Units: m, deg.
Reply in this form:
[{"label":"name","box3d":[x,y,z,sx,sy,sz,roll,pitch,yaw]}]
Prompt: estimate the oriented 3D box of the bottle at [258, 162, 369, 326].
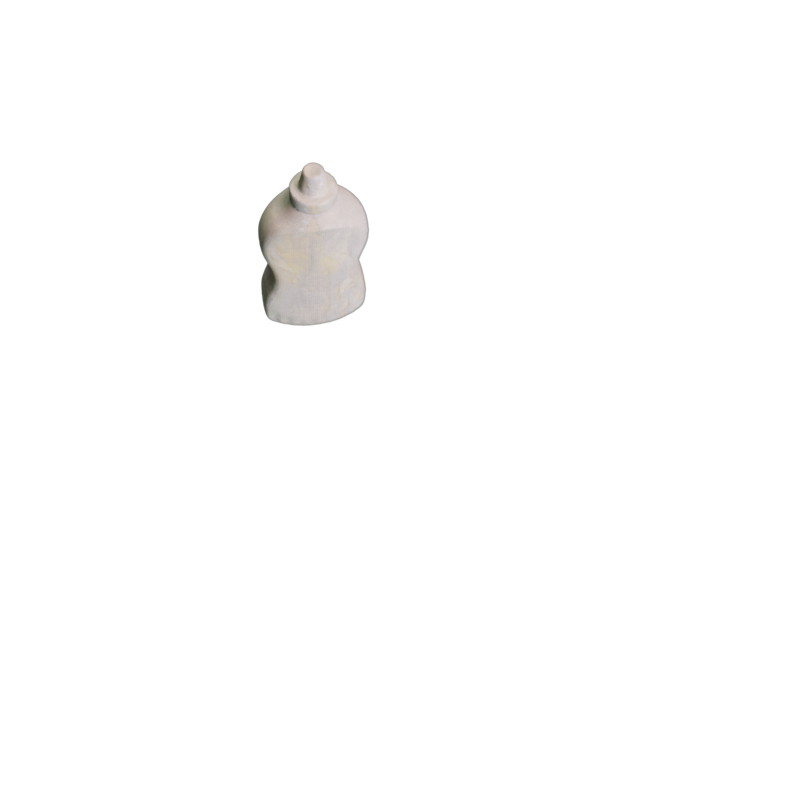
[{"label":"bottle","box3d":[-0.076,-0.140,0.975,0.095,0.063,0.180,-7,-31,-7]}]
